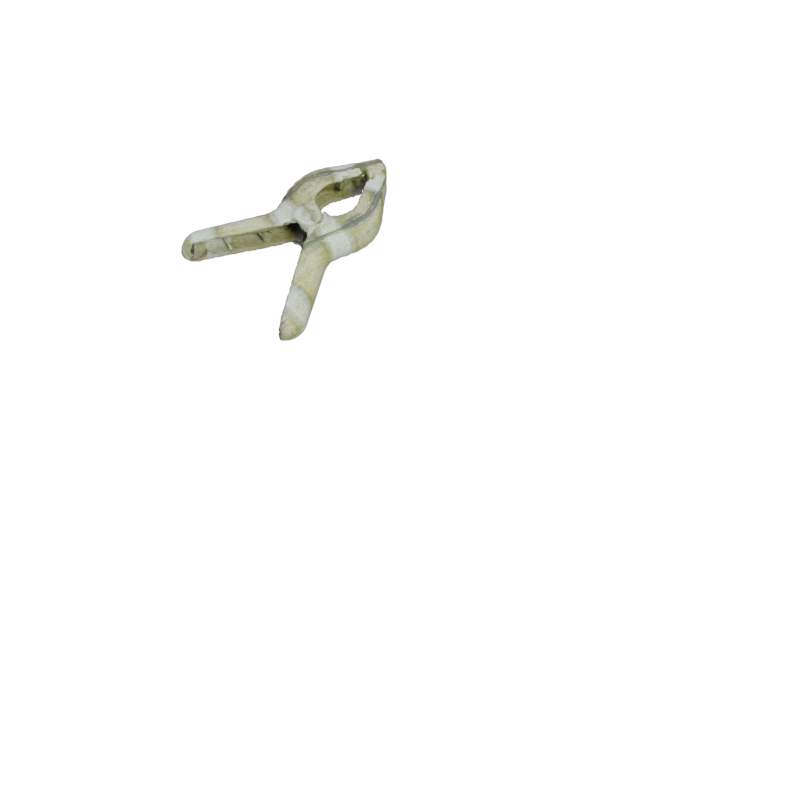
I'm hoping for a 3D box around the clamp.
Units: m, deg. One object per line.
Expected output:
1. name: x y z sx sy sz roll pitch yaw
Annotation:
1. clamp: -0.066 -0.120 0.840 0.172 0.127 0.037 -34 -24 -18
